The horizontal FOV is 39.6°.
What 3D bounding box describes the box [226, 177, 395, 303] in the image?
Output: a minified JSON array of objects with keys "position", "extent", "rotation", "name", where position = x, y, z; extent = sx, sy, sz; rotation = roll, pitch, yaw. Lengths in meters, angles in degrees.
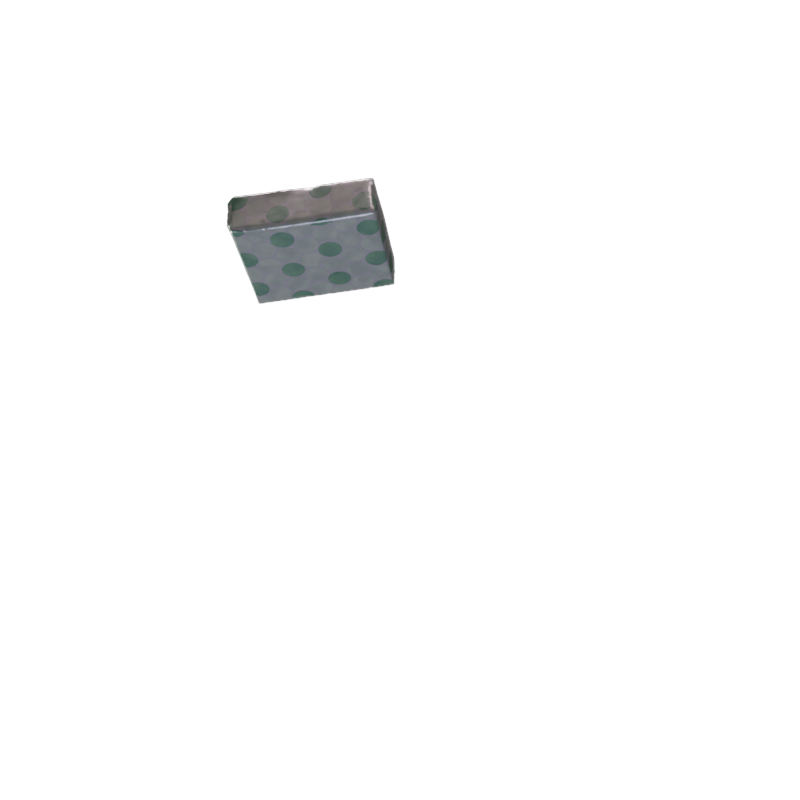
[{"position":[-0.053,-0.096,0.669],"extent":[0.090,0.032,0.068],"rotation":[-6,-35,9],"name":"box"}]
